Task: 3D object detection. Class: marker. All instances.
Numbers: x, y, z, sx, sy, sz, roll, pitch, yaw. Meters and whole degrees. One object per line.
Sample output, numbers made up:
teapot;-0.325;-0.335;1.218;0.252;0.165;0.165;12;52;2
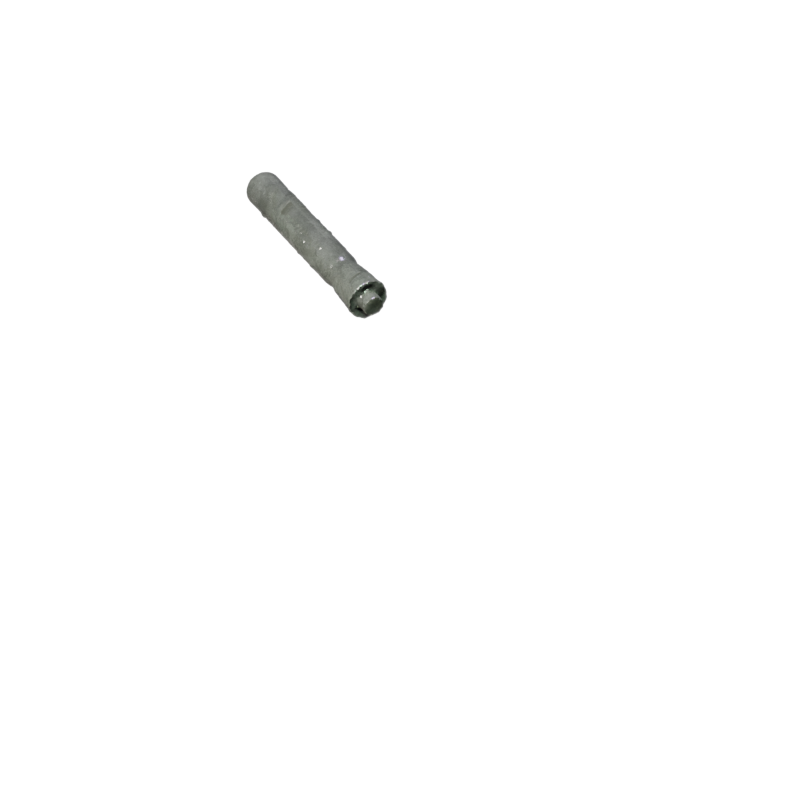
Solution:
marker;-0.041;-0.075;0.523;0.019;0.019;0.131;-2;33;-31
